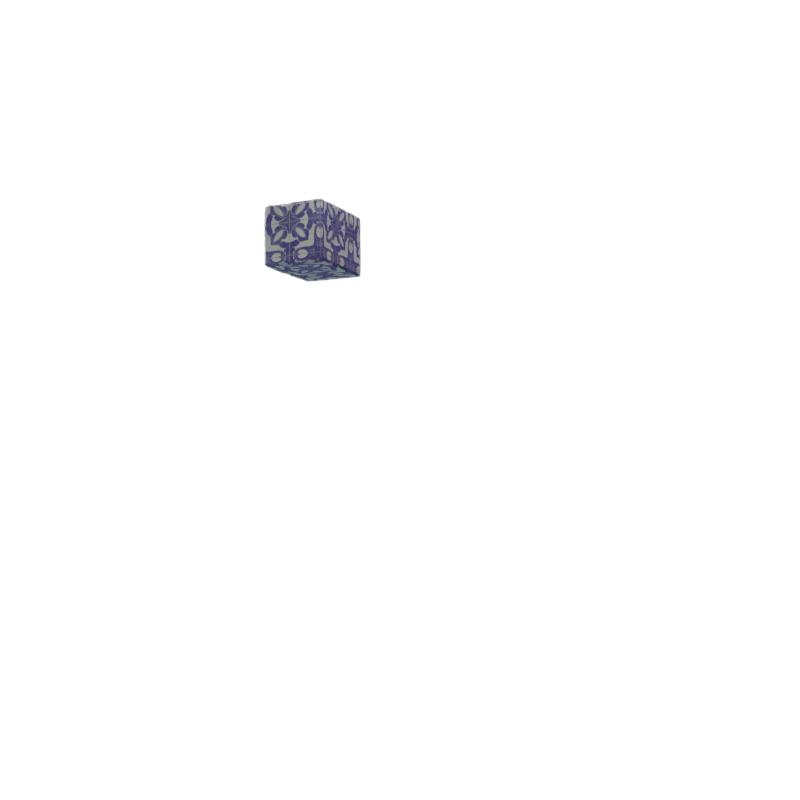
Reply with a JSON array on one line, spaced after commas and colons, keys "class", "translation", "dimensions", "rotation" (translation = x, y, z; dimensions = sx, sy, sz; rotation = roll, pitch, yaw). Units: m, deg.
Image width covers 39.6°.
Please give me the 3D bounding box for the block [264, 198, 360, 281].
[{"class": "block", "translation": [-0.072, -0.131, 0.918], "dimensions": [0.054, 0.053, 0.074], "rotation": [-4, -8, 24]}]
